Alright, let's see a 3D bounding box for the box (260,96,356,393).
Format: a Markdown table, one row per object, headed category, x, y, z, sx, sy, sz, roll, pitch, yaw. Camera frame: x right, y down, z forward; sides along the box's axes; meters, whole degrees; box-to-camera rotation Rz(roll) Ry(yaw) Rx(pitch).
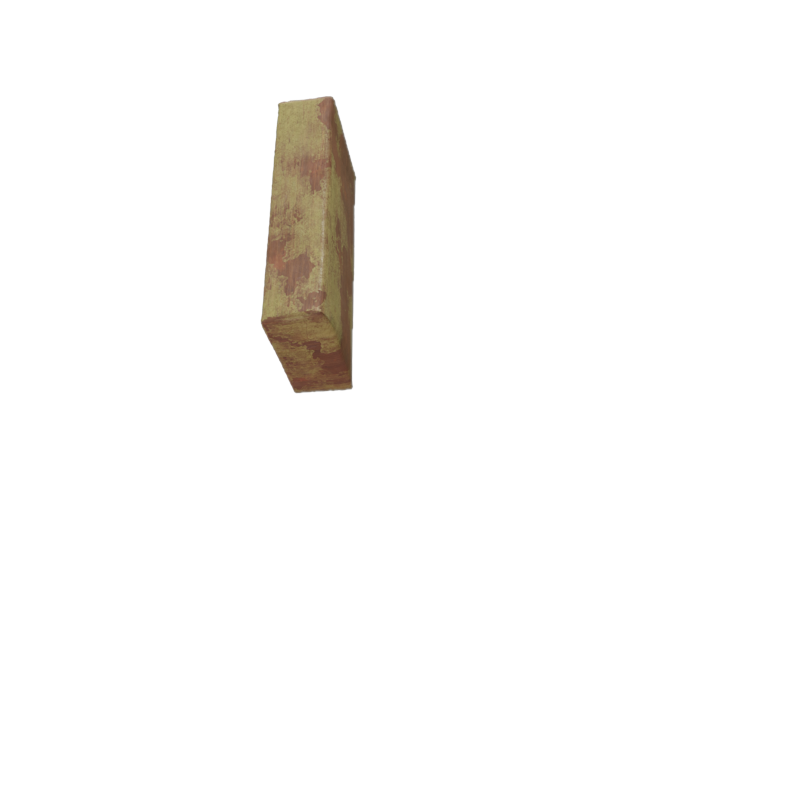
| category | x | y | z | sx | sy | sz | roll | pitch | yaw |
| --- | --- | --- | --- | --- | --- | --- | --- | --- | --- |
| box | -0.058 | -0.104 | 0.732 | 0.048 | 0.188 | 0.086 | -7 | -34 | 7 |
